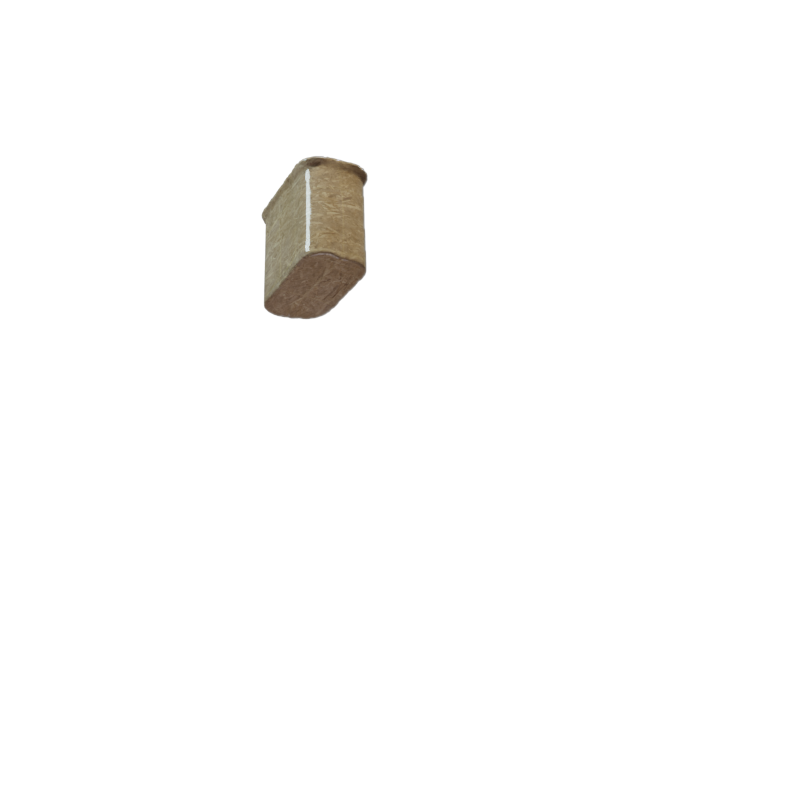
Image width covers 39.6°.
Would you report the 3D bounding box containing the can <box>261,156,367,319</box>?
[{"bbox_3d":[-0.065,-0.118,0.828,0.055,0.089,0.099,13,-31,-24],"label":"can"}]
